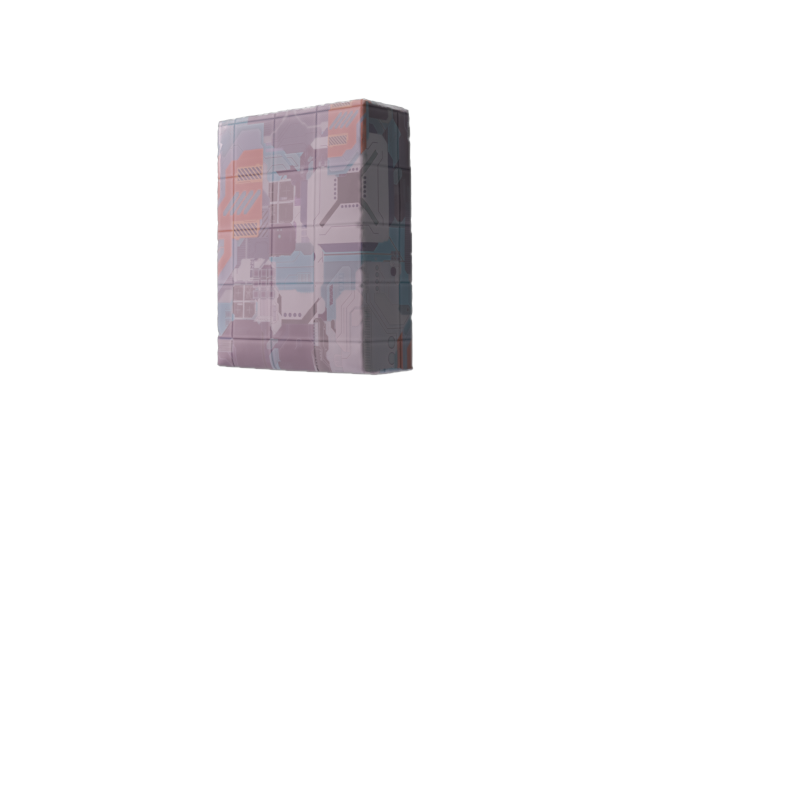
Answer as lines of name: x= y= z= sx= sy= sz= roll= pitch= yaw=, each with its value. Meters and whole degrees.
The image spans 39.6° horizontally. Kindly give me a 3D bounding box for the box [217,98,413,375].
box: x=-0.072 y=-0.132 z=0.922 sx=0.170 sy=0.215 sz=0.069 roll=0 pitch=-2 yaw=38
